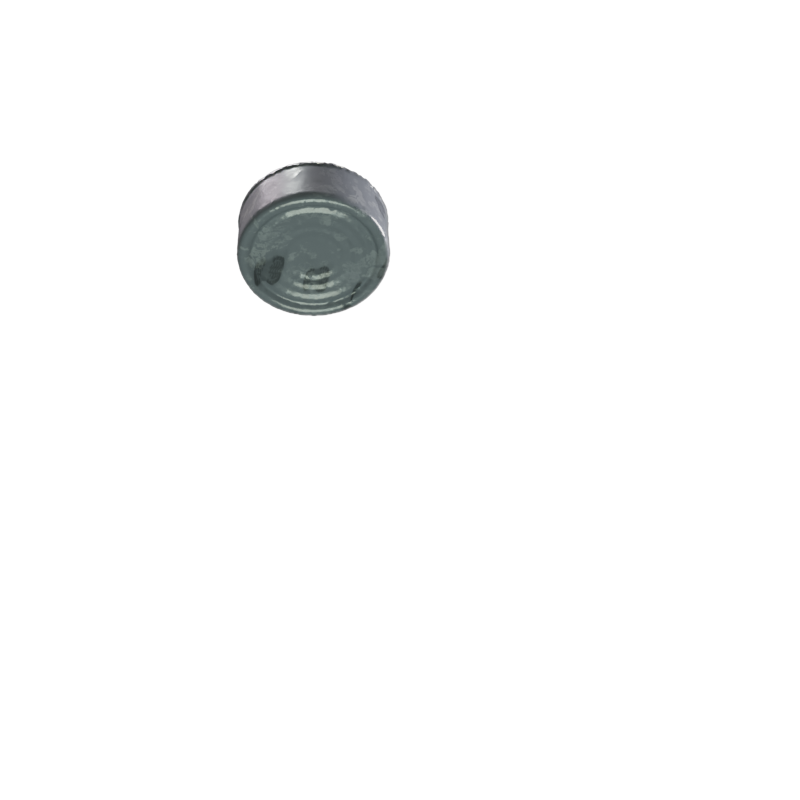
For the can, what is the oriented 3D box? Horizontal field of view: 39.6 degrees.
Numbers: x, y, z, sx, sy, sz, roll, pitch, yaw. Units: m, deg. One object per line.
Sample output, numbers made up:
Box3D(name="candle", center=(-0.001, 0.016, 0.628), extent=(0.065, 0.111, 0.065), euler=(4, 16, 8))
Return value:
Box3D(name="can", center=(-0.048, -0.088, 0.619), extent=(0.086, 0.080, 0.036), euler=(1, 40, -1))
